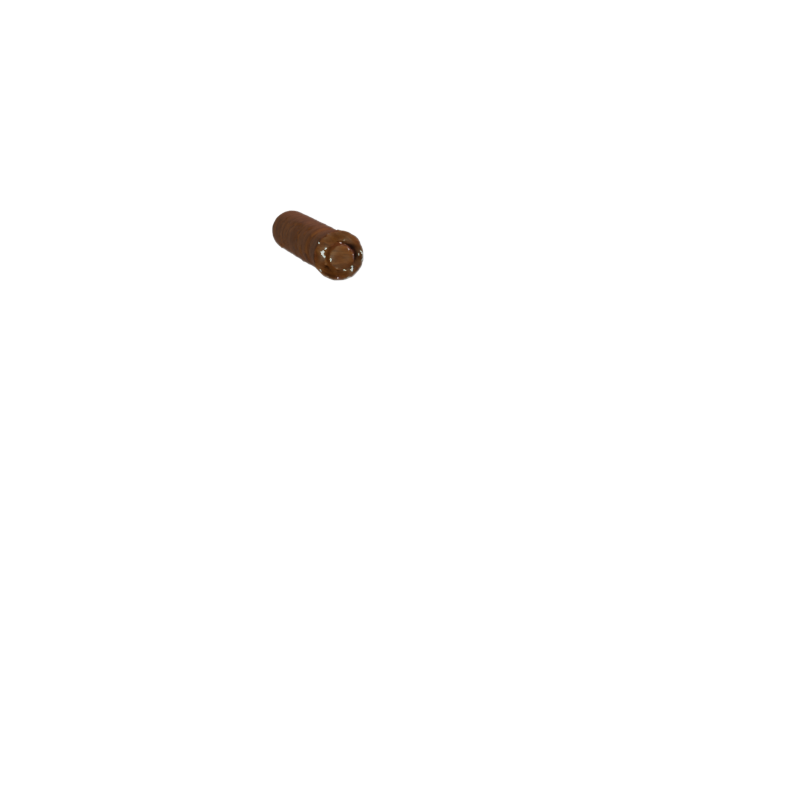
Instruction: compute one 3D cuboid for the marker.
[{"bbox_3d":[-0.036,-0.066,0.461,0.019,0.019,0.125,-1,13,-14],"label":"marker"}]
